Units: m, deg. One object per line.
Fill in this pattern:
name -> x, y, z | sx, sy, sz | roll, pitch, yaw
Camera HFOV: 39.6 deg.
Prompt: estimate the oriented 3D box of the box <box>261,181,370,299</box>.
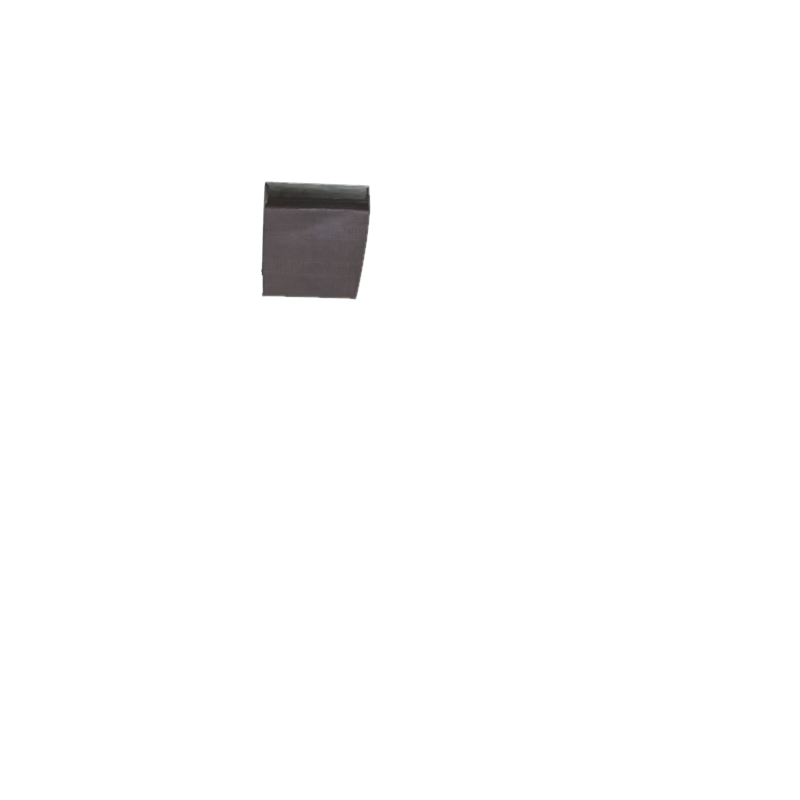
box -> -0.075, -0.138, 0.963 | 0.089, 0.042, 0.106 | 4, -44, -5
